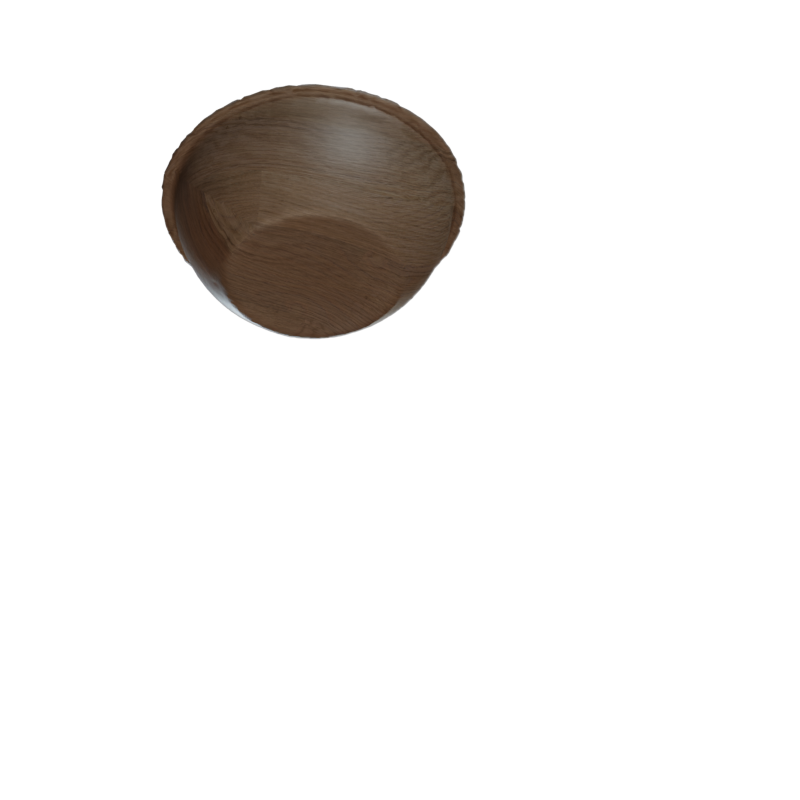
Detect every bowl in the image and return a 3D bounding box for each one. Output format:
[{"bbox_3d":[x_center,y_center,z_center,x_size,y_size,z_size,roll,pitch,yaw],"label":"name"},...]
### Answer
[{"bbox_3d":[-0.045,-0.081,0.571,0.162,0.059,0.151,1,-42,-1],"label":"bowl"}]
